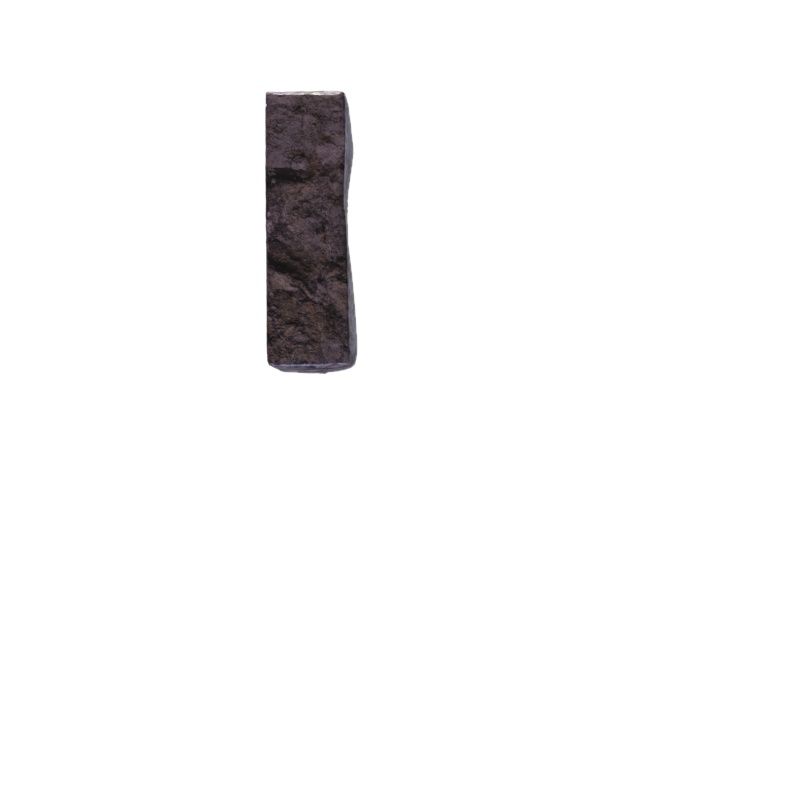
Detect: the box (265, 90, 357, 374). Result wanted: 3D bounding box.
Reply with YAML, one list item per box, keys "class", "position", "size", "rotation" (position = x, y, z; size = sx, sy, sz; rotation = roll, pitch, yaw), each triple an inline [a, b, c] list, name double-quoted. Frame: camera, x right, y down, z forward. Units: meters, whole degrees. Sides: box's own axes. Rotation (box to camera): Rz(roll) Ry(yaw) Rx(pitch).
- class: "box"
  position: [-0.072, -0.131, 0.920]
  size: [0.072, 0.218, 0.161]
  rotation: [0, -6, -1]
